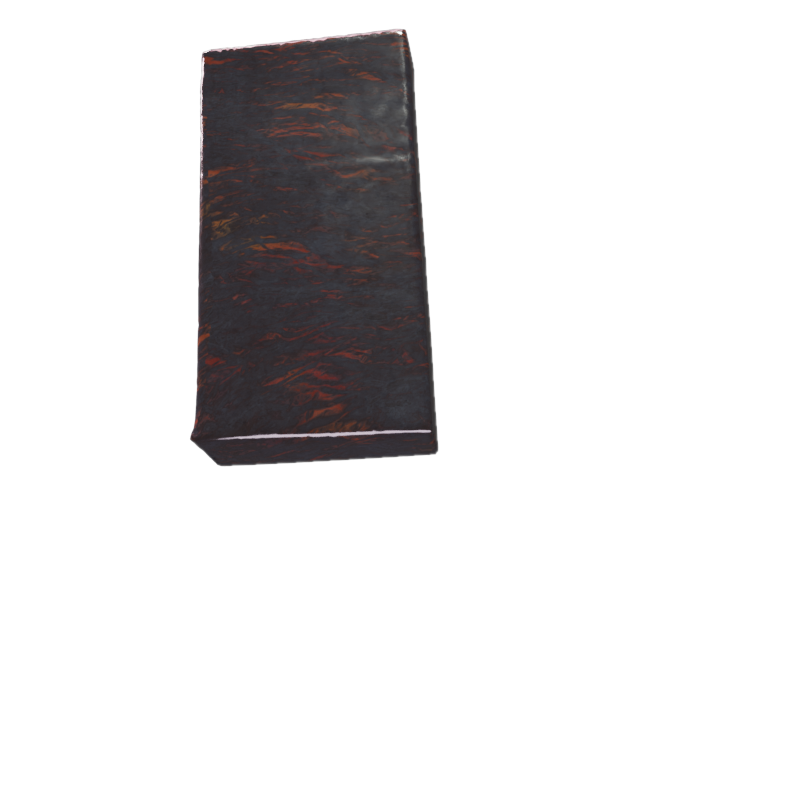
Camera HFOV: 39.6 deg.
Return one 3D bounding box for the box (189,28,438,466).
[{"bbox_3d":[-0.036,-0.066,0.461,0.094,0.186,0.045,-5,-24,7],"label":"box"}]
